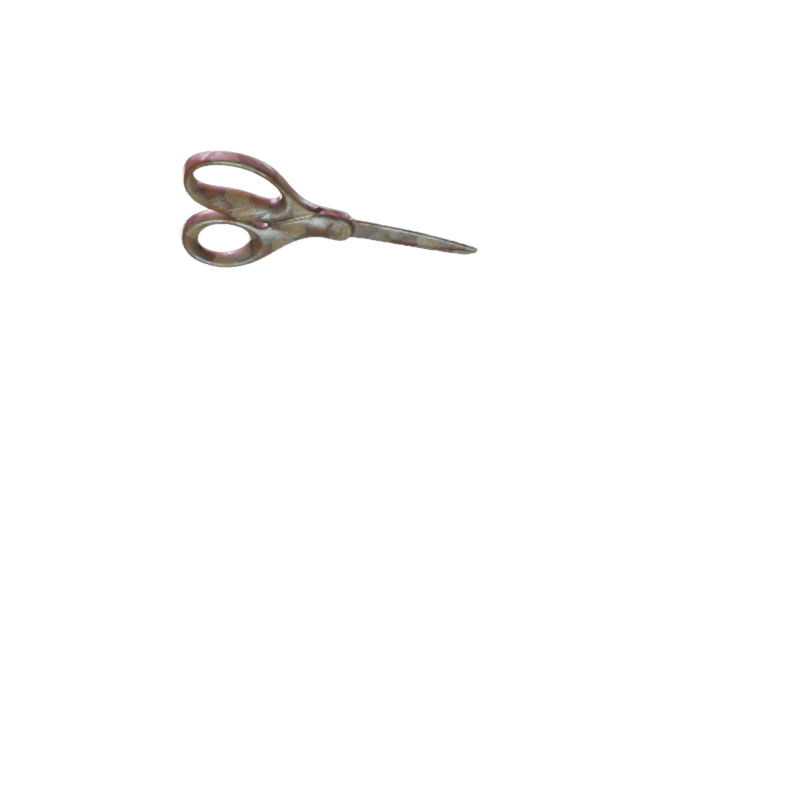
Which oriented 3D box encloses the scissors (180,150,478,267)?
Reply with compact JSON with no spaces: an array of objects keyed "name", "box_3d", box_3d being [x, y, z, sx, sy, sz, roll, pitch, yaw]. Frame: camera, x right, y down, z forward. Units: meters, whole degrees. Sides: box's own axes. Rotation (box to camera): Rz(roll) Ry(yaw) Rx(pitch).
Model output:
[{"name":"scissors","box_3d":[-0.058,-0.106,0.740,0.194,0.017,0.093,22,-51,-19]}]
